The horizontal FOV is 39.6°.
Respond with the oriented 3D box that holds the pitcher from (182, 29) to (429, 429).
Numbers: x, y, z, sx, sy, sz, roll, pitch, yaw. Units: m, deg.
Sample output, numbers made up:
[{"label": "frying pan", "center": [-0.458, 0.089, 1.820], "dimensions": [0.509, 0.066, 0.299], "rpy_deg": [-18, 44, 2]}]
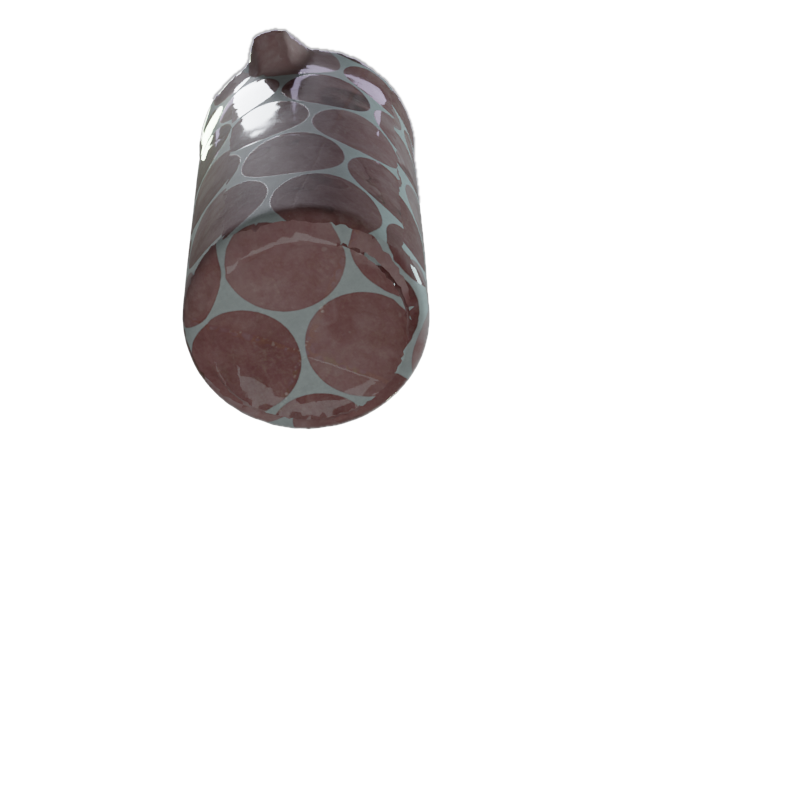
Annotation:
[{"label": "pitcher", "center": [-0.046, -0.084, 0.588], "dimensions": [0.144, 0.141, 0.258], "rpy_deg": [28, 24, -17]}]
